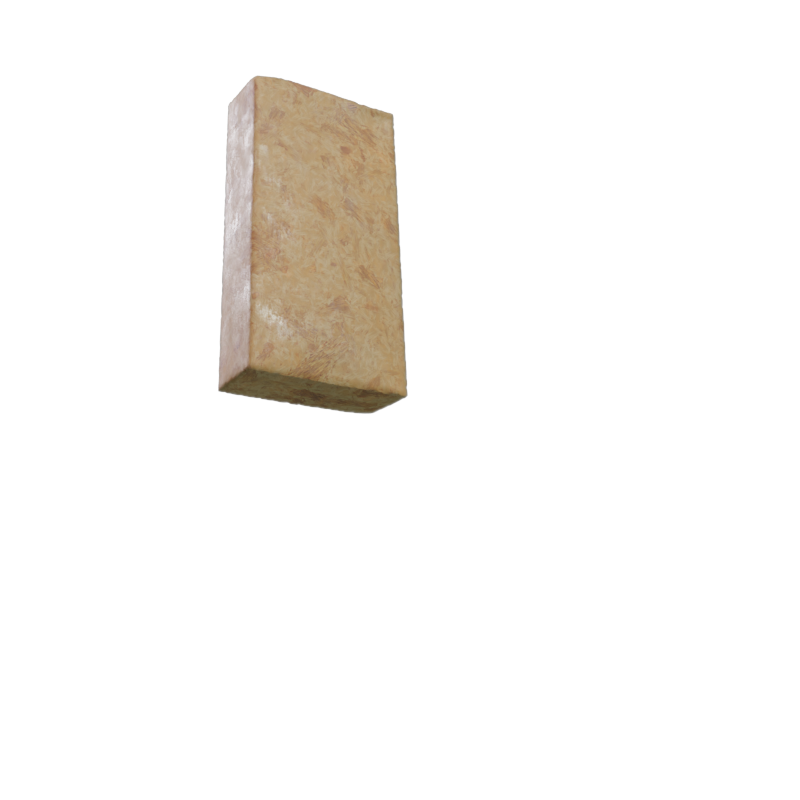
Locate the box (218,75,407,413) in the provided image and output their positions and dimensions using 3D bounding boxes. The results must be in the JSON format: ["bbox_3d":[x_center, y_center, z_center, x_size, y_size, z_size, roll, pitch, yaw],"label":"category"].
[{"bbox_3d":[-0.047,-0.086,0.602,0.089,0.186,0.047,11,-27,-28],"label":"box"}]
